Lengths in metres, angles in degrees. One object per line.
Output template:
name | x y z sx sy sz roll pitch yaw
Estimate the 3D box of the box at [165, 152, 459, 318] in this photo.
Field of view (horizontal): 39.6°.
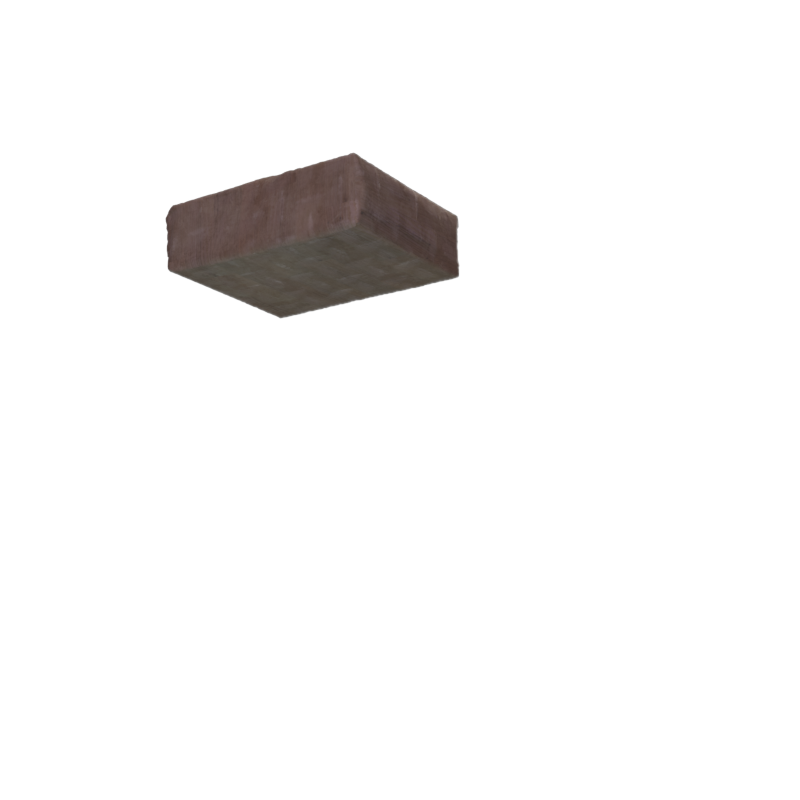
box | -0.033 -0.061 0.424 0.091 0.031 0.069 -9 -17 32
